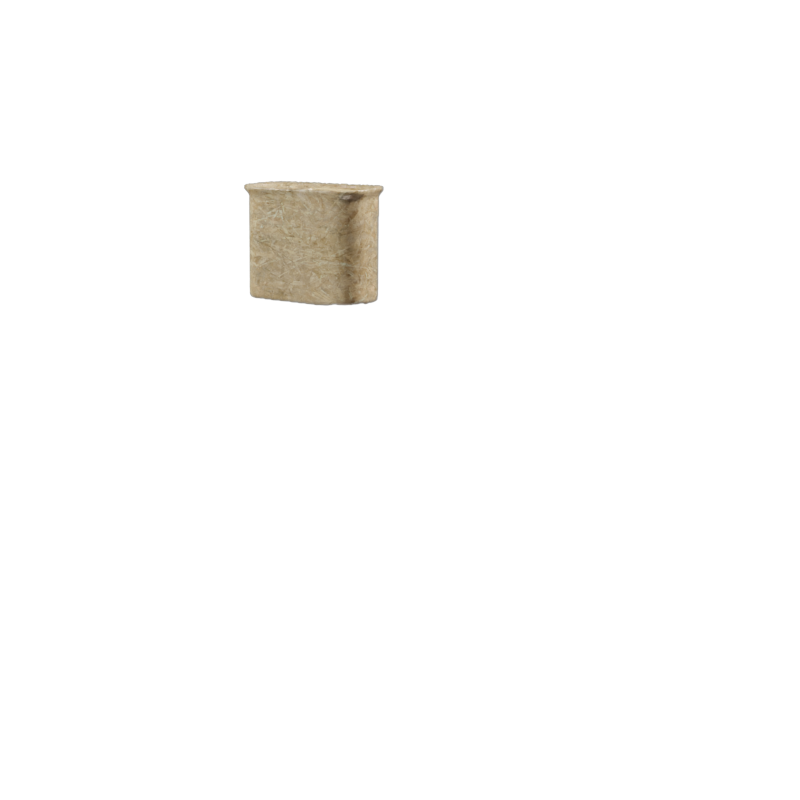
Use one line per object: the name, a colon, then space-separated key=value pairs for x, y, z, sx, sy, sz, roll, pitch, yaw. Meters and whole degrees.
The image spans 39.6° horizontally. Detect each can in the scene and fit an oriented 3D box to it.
can: x=-0.064 y=-0.117 z=0.816 sx=0.106 sy=0.082 sz=0.056 roll=8 pitch=13 yaw=30
